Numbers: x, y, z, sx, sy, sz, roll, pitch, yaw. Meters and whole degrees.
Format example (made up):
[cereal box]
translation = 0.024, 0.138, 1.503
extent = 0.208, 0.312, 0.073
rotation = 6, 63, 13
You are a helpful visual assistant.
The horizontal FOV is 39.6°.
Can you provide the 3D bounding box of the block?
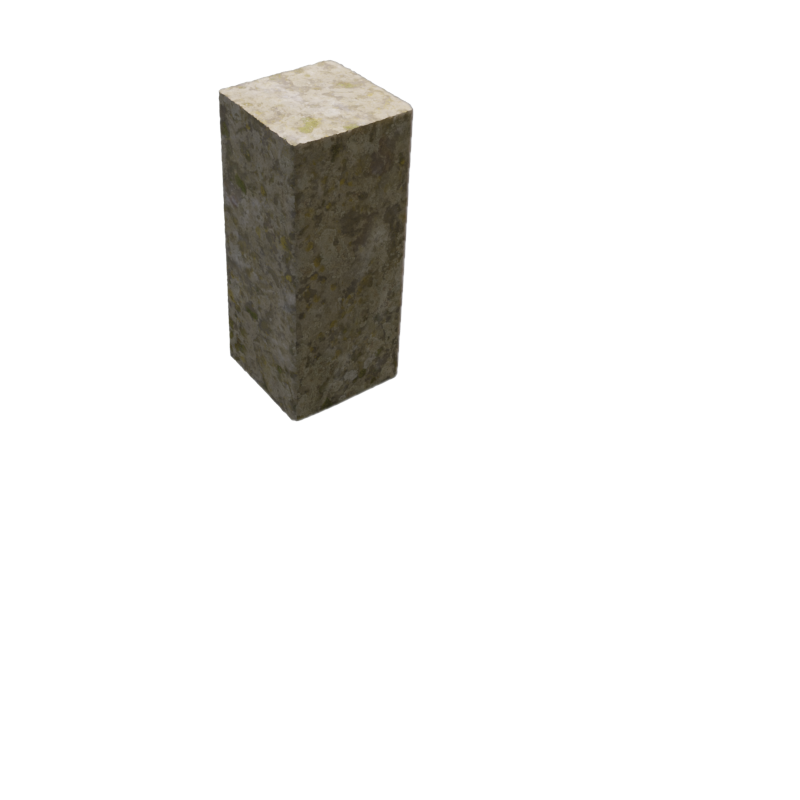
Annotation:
[block]
translation = -0.056, -0.104, 0.726
extent = 0.089, 0.193, 0.098
rotation = -21, 42, -30
